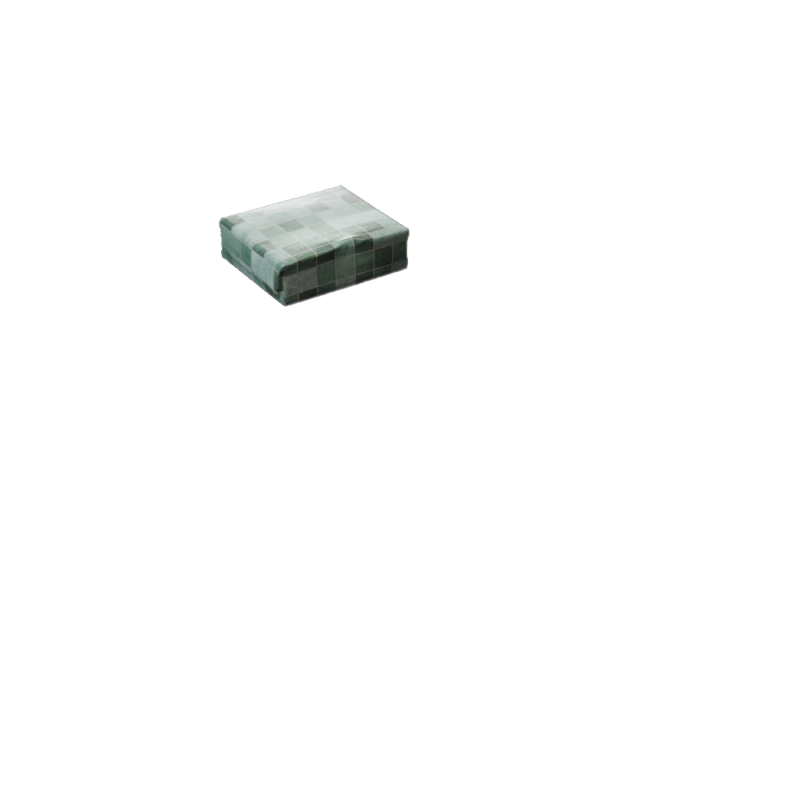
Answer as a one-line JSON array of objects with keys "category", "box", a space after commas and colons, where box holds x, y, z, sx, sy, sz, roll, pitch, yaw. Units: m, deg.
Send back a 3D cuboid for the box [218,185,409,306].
[{"category": "box", "box": [-0.051, -0.093, 0.651, 0.088, 0.028, 0.079, -20, 38, -28]}]
